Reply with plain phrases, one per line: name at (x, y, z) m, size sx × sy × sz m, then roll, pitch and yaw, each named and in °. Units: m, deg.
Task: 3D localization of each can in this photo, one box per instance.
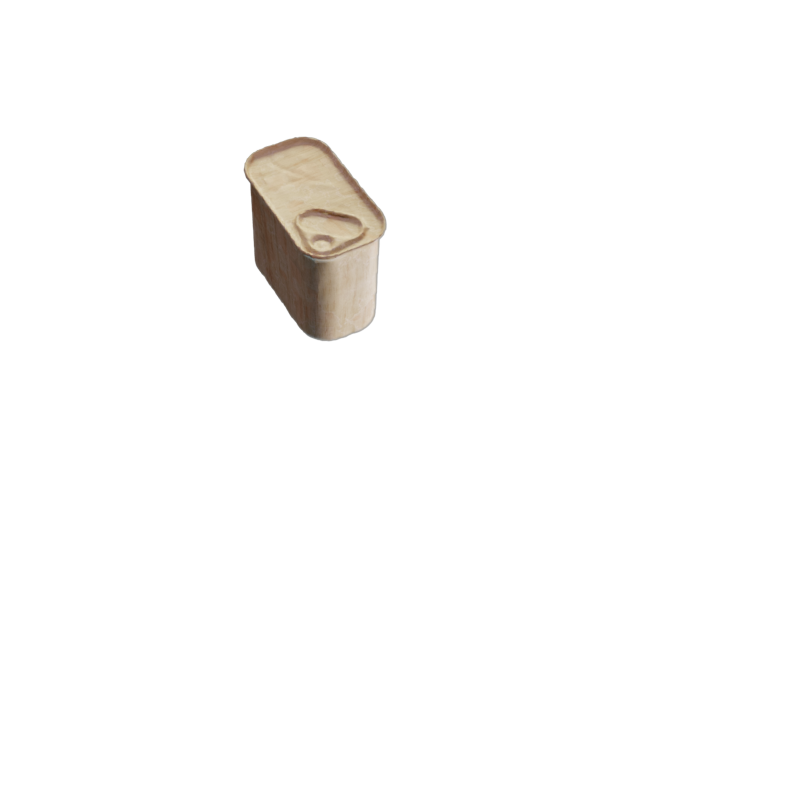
can at (-0.054, -0.098, 0.687) m, size 0.057 × 0.110 × 0.078 m, roll -22°, pitch -36°, yaw -20°
